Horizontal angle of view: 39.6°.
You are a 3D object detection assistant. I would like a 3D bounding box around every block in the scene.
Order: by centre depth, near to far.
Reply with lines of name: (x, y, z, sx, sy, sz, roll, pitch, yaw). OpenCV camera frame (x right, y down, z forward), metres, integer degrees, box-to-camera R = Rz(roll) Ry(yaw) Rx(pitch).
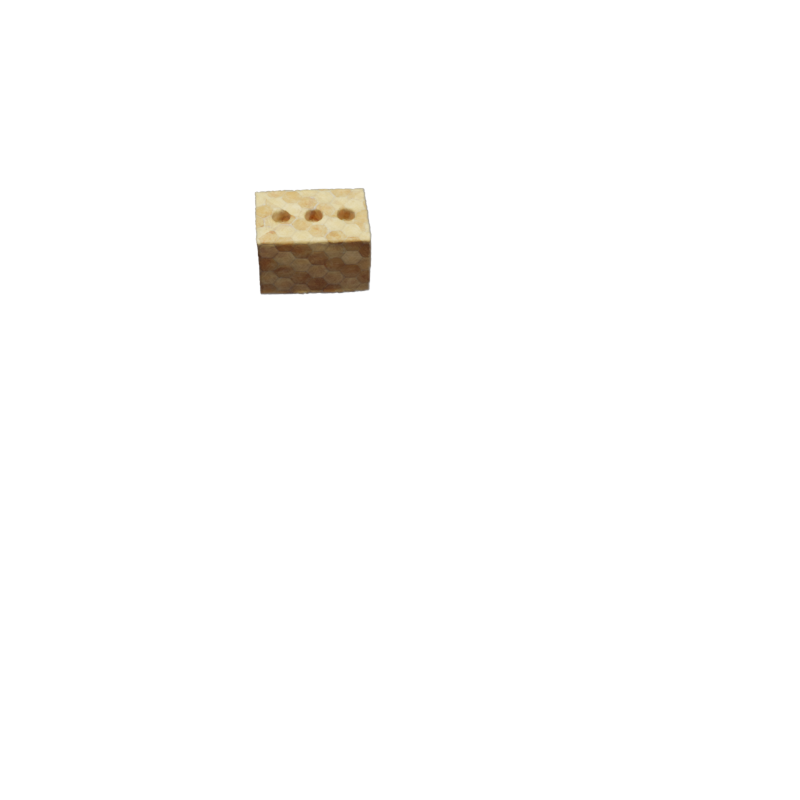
block: (-0.059, -0.108, 0.758, 0.078, 0.057, 0.048, -3, -43, -4)
